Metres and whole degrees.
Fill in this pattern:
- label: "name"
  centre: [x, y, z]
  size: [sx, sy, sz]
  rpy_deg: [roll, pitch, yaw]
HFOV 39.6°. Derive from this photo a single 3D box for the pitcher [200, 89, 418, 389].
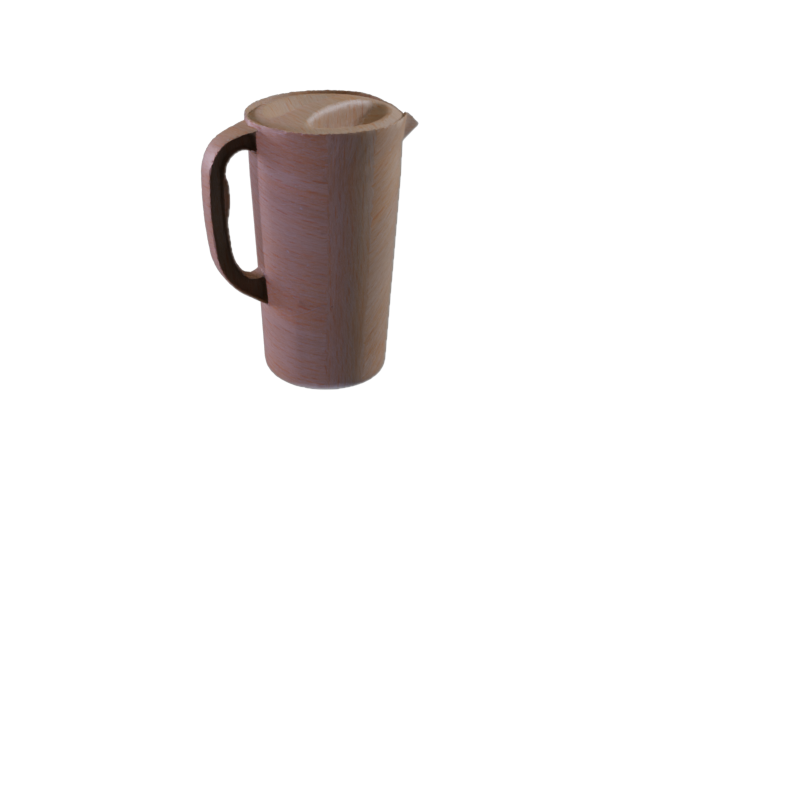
- label: "pitcher"
  centre: [-0.074, -0.135, 0.943]
  size: [0.153, 0.231, 0.148]
  rpy_deg: [9, 26, 16]
